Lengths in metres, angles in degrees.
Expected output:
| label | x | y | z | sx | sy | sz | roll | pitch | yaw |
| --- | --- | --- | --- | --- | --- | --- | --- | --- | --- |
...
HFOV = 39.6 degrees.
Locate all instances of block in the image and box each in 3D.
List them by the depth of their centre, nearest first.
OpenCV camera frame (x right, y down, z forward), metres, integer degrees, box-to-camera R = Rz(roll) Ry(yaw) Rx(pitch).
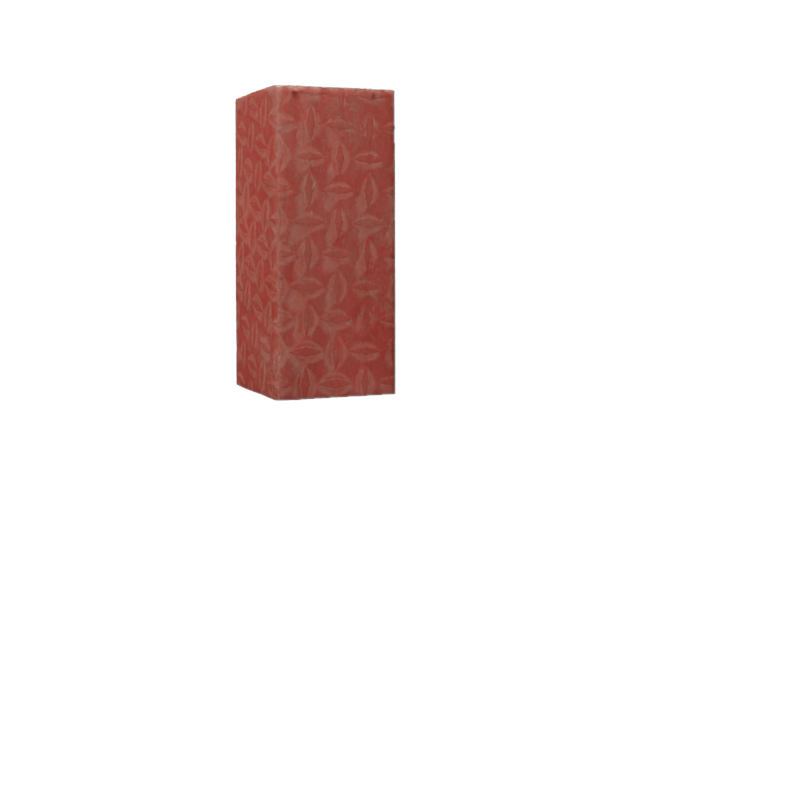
| label | x | y | z | sx | sy | sz | roll | pitch | yaw |
| --- | --- | --- | --- | --- | --- | --- | --- | --- | --- |
| block | -0.061 | -0.110 | 0.774 | 0.088 | 0.206 | 0.093 | -1 | 2 | -24 |
